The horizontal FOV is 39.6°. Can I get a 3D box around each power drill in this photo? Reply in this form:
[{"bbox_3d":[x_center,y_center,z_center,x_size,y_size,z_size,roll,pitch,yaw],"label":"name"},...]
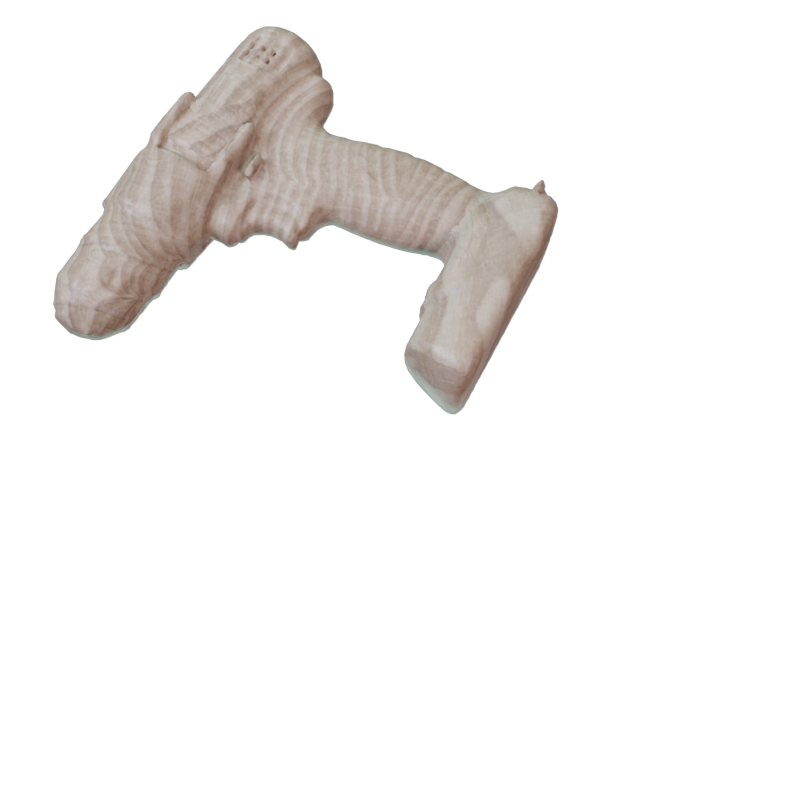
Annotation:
[{"bbox_3d":[-0.039,-0.072,0.503,0.193,0.189,0.054,28,-23,12],"label":"power drill"}]
